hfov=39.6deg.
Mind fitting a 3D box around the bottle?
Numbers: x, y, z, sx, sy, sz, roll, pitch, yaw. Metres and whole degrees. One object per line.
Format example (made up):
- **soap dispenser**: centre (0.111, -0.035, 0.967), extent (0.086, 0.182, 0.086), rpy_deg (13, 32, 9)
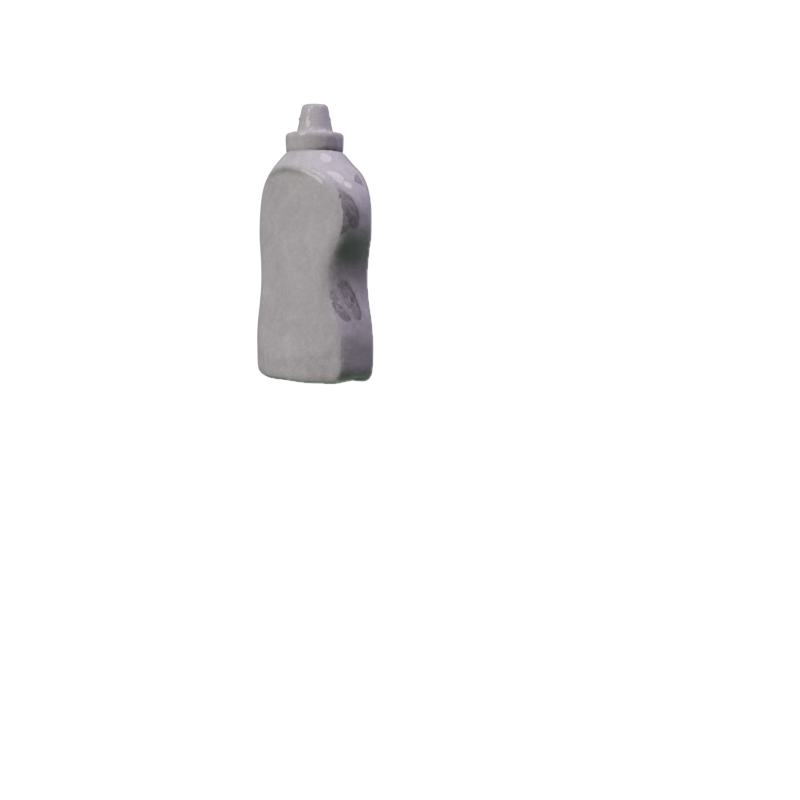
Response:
- **bottle**: centre (-0.060, -0.111, 0.776), extent (0.056, 0.192, 0.100), rpy_deg (0, 0, -39)
